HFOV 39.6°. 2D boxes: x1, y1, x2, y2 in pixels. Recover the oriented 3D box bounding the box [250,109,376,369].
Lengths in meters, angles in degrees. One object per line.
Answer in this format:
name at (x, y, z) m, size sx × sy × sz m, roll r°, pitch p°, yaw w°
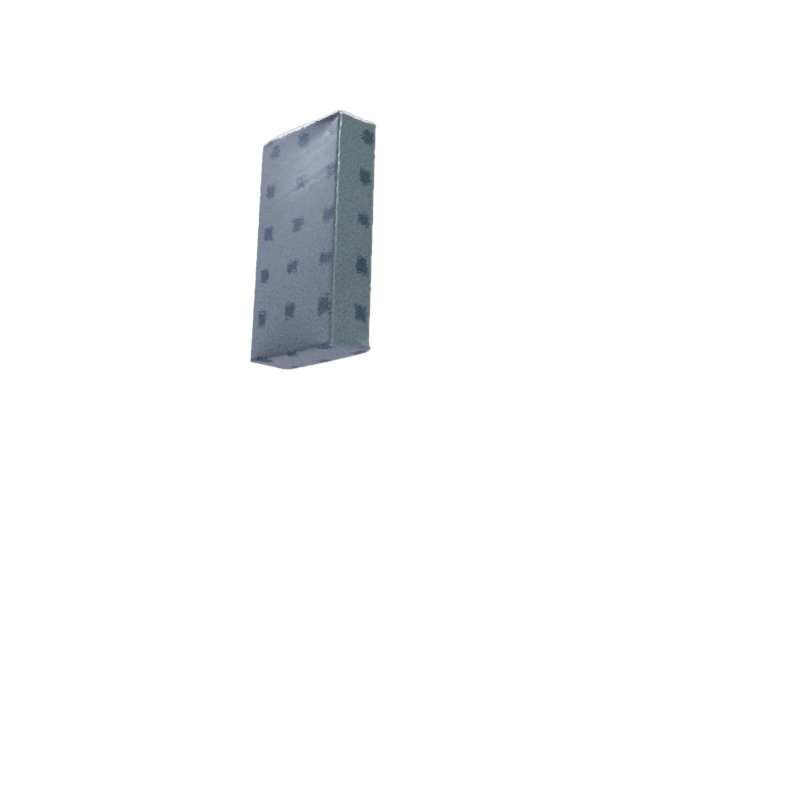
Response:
box at (-0.064, -0.117, 0.819) m, size 0.045 × 0.183 × 0.095 m, roll 14°, pitch -21°, yaw -42°
